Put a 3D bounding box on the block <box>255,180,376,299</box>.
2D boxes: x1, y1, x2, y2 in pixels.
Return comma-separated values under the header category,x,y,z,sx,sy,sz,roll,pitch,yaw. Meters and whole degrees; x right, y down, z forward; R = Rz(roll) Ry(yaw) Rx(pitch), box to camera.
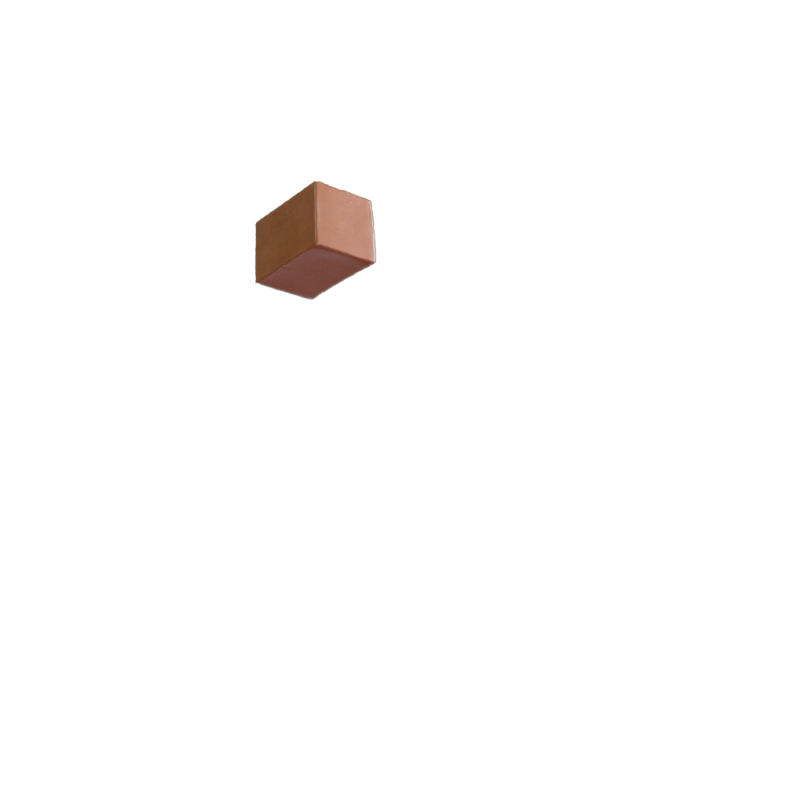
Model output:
category,x,y,z,sx,sy,sz,roll,pitch,yaw
block,-0.062,-0.112,0.787,0.050,0.054,0.078,17,-28,-36
